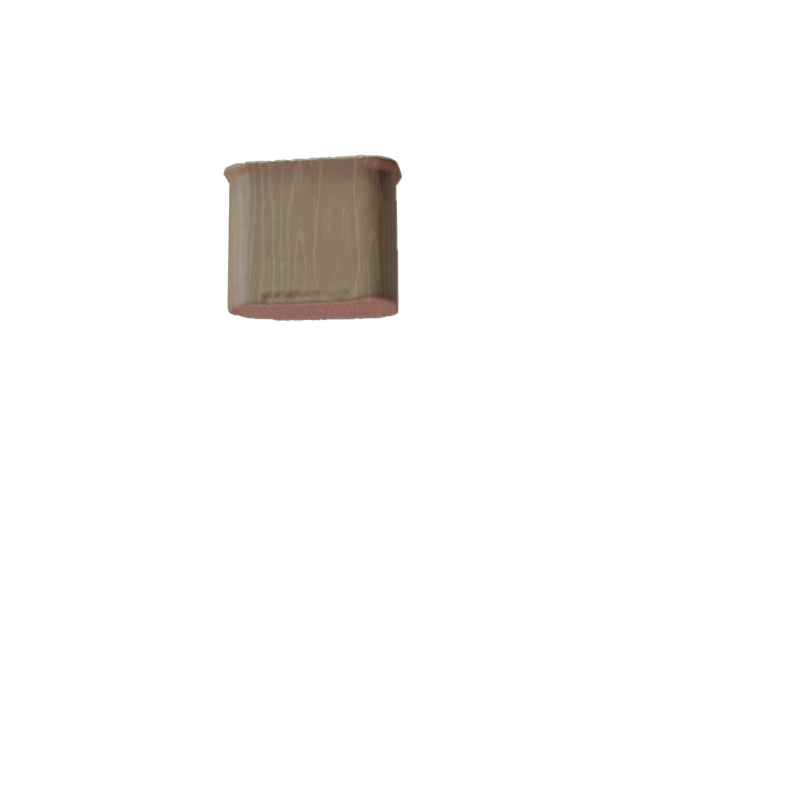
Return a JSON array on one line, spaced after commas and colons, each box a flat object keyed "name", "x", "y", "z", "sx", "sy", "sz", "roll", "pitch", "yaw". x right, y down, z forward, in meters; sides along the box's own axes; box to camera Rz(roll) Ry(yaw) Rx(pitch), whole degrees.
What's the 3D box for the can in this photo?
[{"name": "can", "x": -0.050, "y": -0.091, "z": 0.638, "sx": 0.103, "sy": 0.086, "sz": 0.055, "roll": -2, "pitch": -11, "yaw": 8}]
